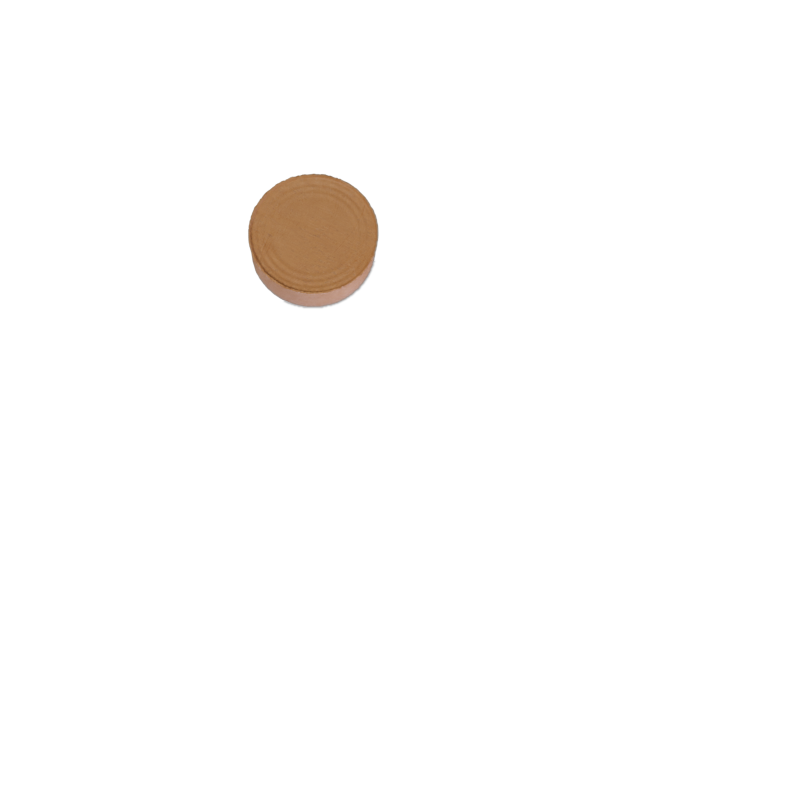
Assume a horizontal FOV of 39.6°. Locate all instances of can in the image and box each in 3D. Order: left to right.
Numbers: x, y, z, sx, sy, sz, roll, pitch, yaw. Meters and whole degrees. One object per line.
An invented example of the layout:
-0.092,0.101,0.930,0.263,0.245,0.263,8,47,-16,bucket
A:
-0.058,-0.106,0.741,0.086,0.090,0.032,-1,-21,-1,can
